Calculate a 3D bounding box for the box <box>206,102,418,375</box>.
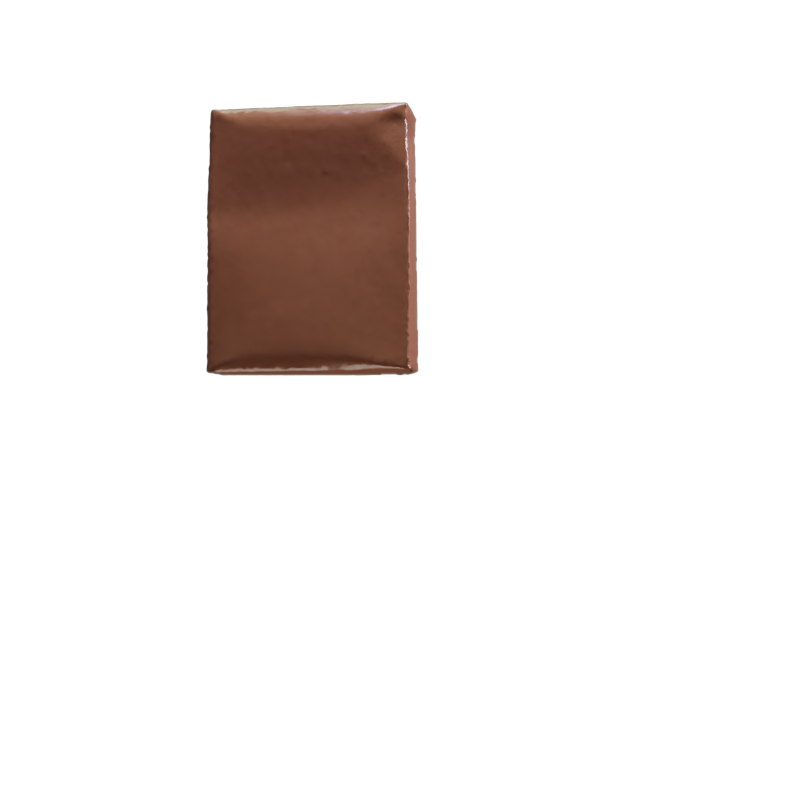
[{"bbox_3d":[-0.070,-0.127,0.893,0.166,0.217,0.070,-1,-6,9],"label":"box"}]
